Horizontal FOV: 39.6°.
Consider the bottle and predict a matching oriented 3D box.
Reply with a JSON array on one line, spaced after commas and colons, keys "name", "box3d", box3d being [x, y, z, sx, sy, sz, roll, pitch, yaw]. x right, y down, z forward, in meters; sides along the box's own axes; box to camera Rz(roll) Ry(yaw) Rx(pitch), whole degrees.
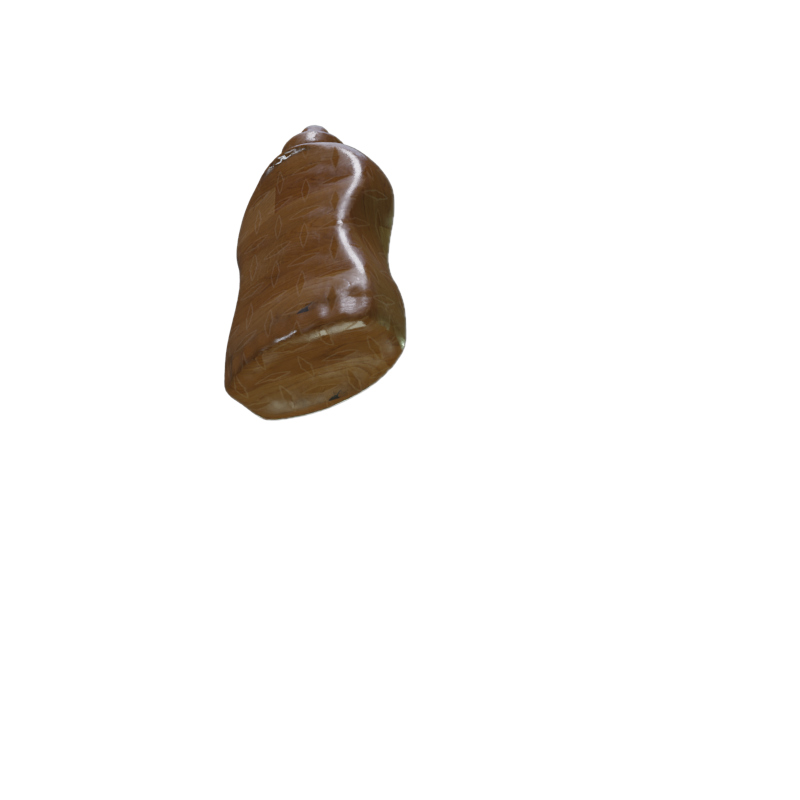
[{"name": "bottle", "box3d": [-0.047, -0.087, 0.609, 0.096, 0.206, 0.054, -30, -48, 26]}]
